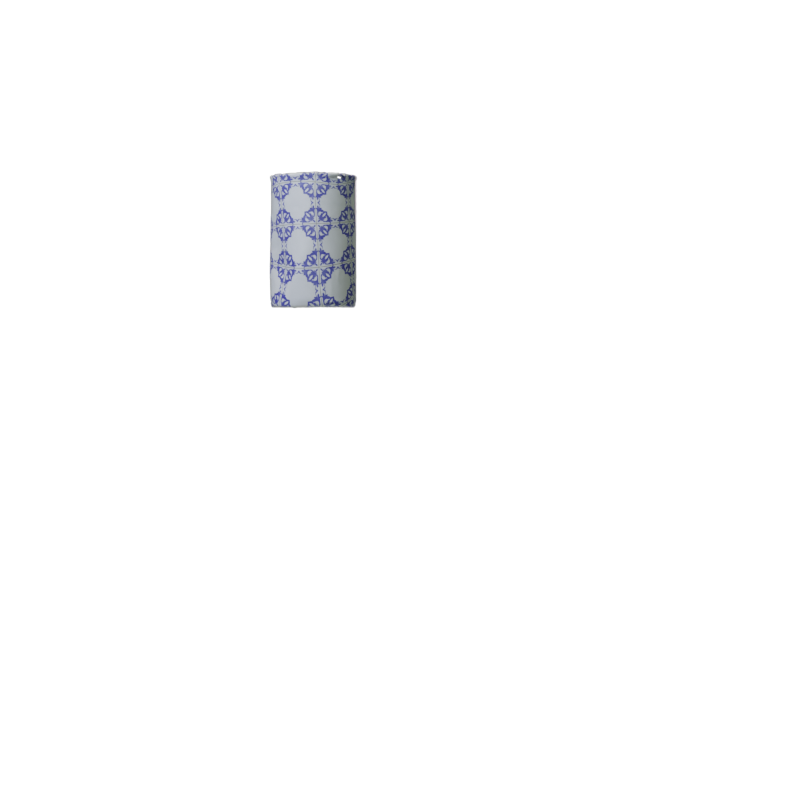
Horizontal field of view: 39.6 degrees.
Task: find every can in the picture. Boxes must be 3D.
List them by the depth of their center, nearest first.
[{"bbox_3d":[-0.067,-0.123,0.858,0.068,0.103,0.068,0,-1,-2],"label":"can"}]
